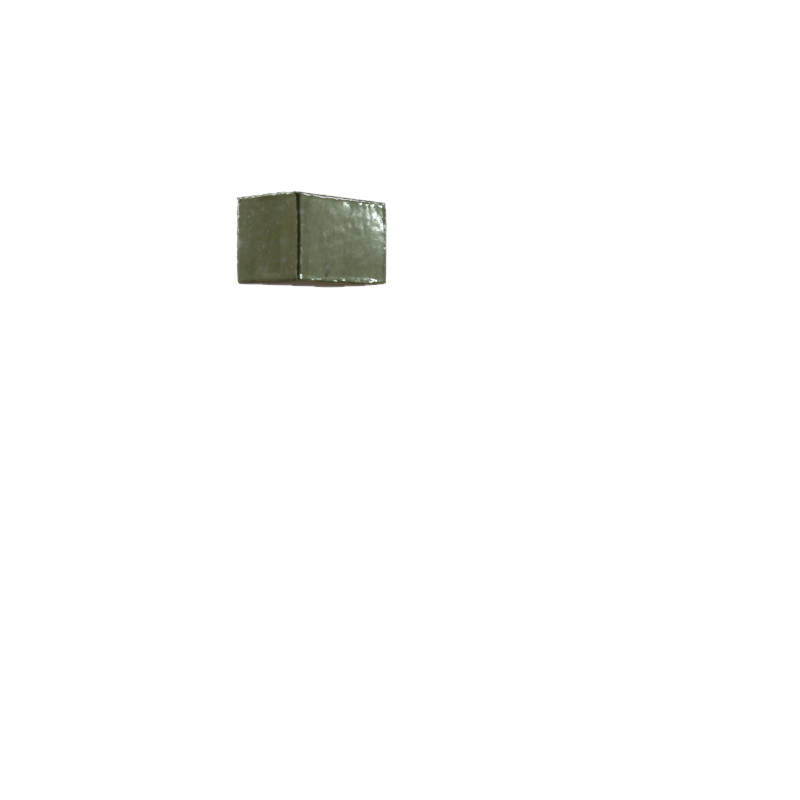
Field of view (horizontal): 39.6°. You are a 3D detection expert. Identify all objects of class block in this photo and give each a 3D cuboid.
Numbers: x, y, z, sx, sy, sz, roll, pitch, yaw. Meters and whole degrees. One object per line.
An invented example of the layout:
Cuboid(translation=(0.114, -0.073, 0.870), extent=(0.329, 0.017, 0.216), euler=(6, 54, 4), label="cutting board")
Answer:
Cuboid(translation=(-0.051, -0.094, 0.657), extent=(0.055, 0.052, 0.075), euler=(0, 0, 41), label="block")
